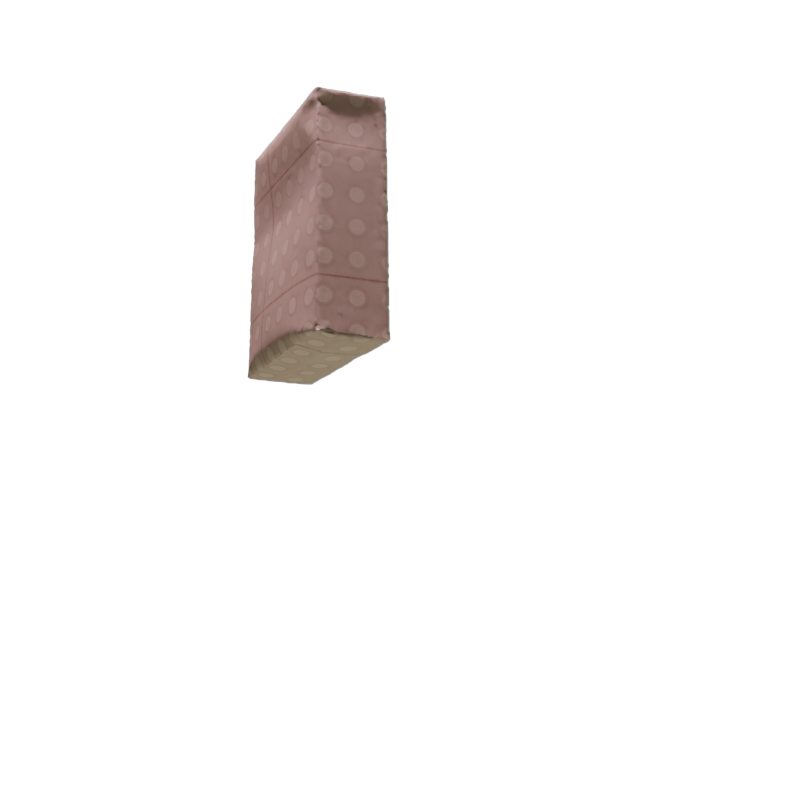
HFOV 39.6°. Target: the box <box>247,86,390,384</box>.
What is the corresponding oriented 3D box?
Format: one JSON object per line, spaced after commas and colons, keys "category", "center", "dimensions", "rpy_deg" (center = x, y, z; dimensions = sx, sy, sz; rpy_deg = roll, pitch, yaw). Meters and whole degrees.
{"category": "box", "center": [-0.074, -0.135, 0.948], "dimensions": [0.069, 0.223, 0.163], "rpy_deg": [7, -19, -24]}
